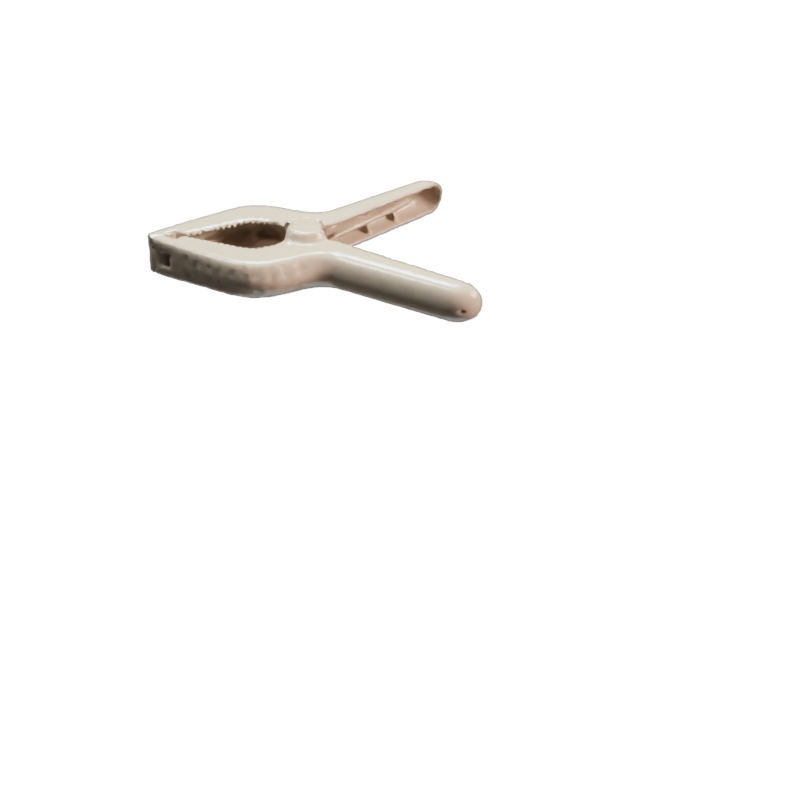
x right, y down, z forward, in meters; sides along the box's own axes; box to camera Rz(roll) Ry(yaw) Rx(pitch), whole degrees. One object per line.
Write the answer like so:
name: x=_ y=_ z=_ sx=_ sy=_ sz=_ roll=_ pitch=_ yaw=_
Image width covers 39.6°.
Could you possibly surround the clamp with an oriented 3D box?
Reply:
clamp: x=-0.057 y=-0.104 z=0.728 sx=0.211 sy=0.034 sz=0.174 roll=1 pitch=33 yaw=2
